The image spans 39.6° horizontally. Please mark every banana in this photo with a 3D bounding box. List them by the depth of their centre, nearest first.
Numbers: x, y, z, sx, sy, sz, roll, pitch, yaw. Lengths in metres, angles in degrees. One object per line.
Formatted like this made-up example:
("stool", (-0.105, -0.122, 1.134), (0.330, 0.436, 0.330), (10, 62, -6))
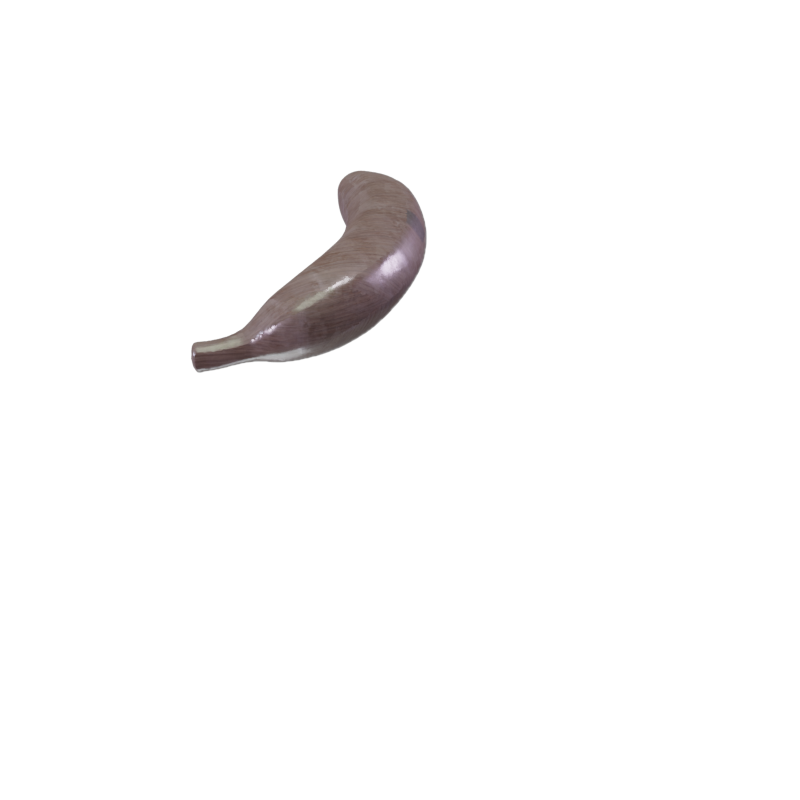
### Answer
("banana", (-0.023, -0.067, 0.494), (0.071, 0.035, 0.204), (8, 30, 14))
